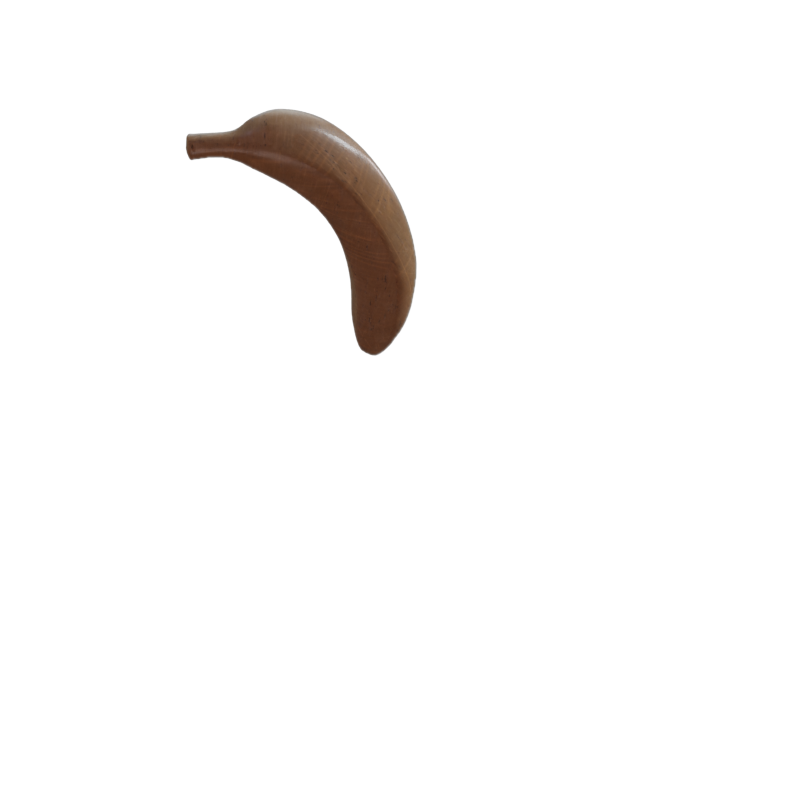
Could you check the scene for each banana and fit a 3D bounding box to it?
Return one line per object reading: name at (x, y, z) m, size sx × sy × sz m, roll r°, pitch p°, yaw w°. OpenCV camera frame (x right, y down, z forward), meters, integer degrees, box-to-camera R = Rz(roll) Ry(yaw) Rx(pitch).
banana at (-0.031, -0.091, 0.577) m, size 0.070 × 0.039 × 0.182 m, roll -18°, pitch -41°, yaw 21°
